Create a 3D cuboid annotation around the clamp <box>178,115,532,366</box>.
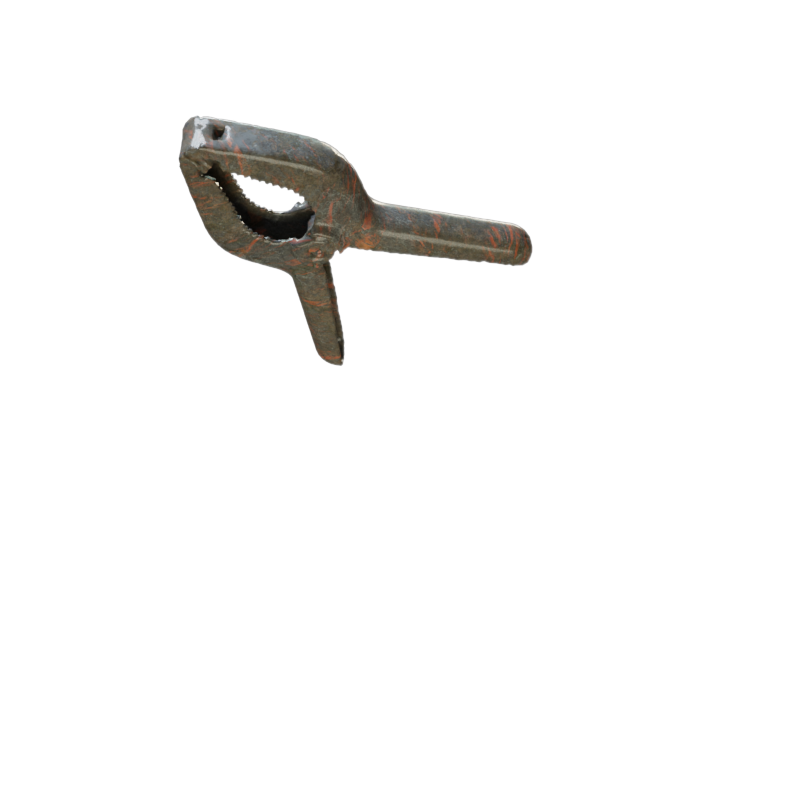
[{"bbox_3d":[-0.051,-0.093,0.649,0.198,0.039,0.162,27,-45,-30],"label":"clamp"}]
